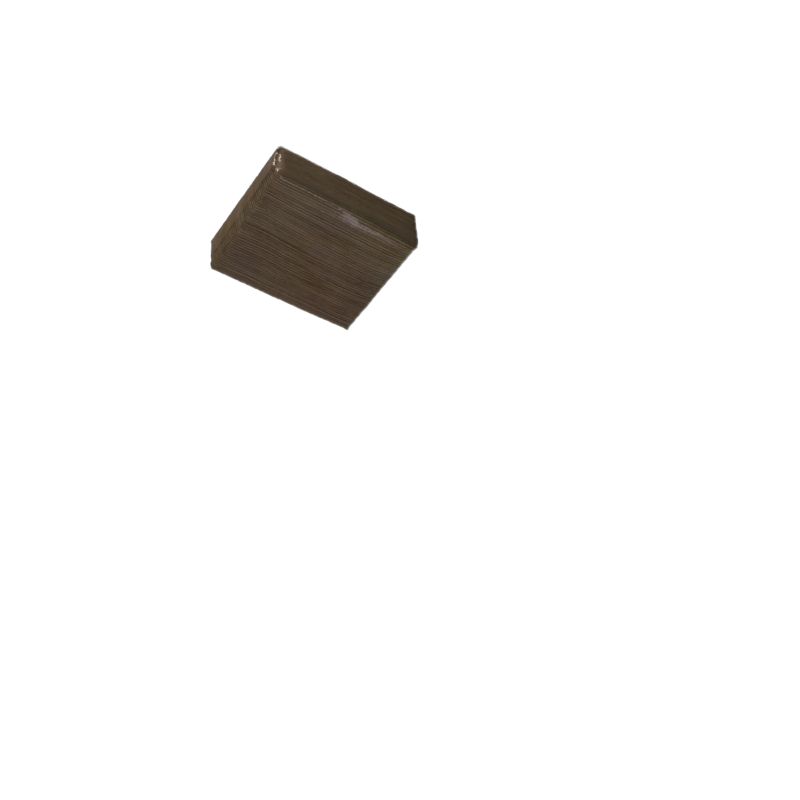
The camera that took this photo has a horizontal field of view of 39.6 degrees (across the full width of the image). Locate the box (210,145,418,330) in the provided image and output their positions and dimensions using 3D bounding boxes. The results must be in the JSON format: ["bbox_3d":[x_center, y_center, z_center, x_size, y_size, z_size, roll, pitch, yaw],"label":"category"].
[{"bbox_3d":[-0.058,-0.106,0.742,0.109,0.087,0.042,27,35,-21],"label":"box"}]
